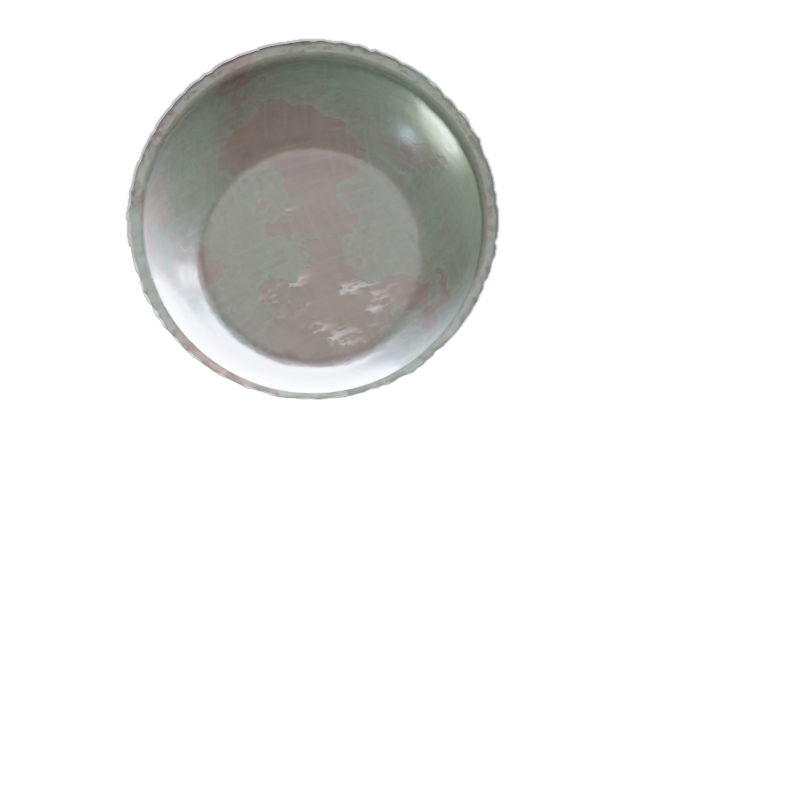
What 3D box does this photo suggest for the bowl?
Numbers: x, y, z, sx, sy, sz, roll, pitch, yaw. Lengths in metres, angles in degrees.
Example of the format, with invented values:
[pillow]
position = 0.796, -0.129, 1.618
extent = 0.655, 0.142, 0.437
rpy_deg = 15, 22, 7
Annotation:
[bowl]
position = -0.036, -0.066, 0.461
extent = 0.162, 0.156, 0.057
rpy_deg = 0, 16, -1
